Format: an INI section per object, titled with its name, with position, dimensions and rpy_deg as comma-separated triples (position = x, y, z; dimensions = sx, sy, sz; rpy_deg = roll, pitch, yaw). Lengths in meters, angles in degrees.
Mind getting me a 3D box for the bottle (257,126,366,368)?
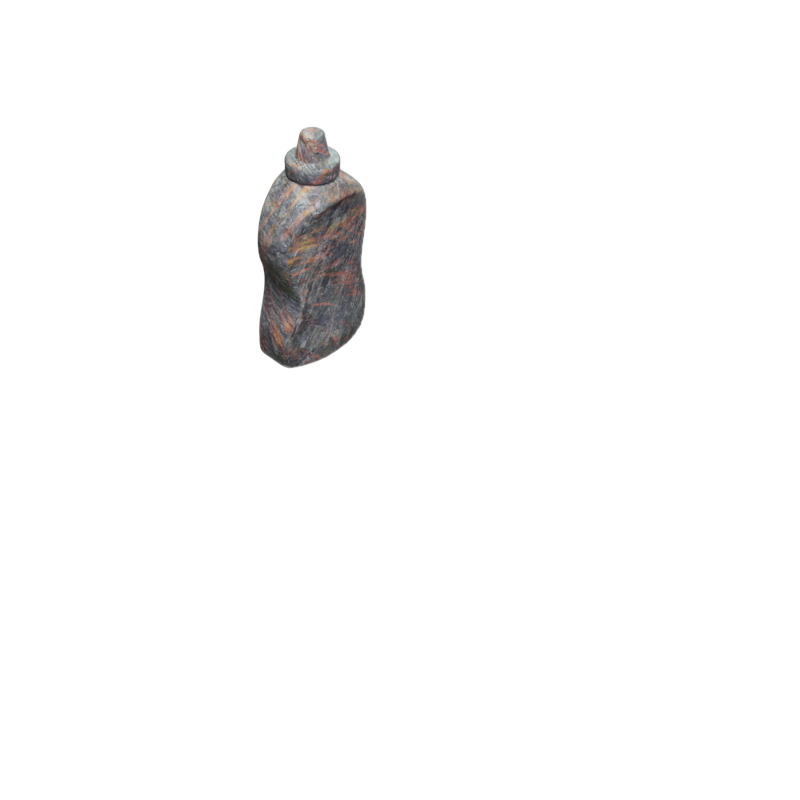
[bottle]
position = -0.067, -0.121, 0.849
dimensions = 0.062, 0.179, 0.096
rpy_deg = 32, 47, 31
